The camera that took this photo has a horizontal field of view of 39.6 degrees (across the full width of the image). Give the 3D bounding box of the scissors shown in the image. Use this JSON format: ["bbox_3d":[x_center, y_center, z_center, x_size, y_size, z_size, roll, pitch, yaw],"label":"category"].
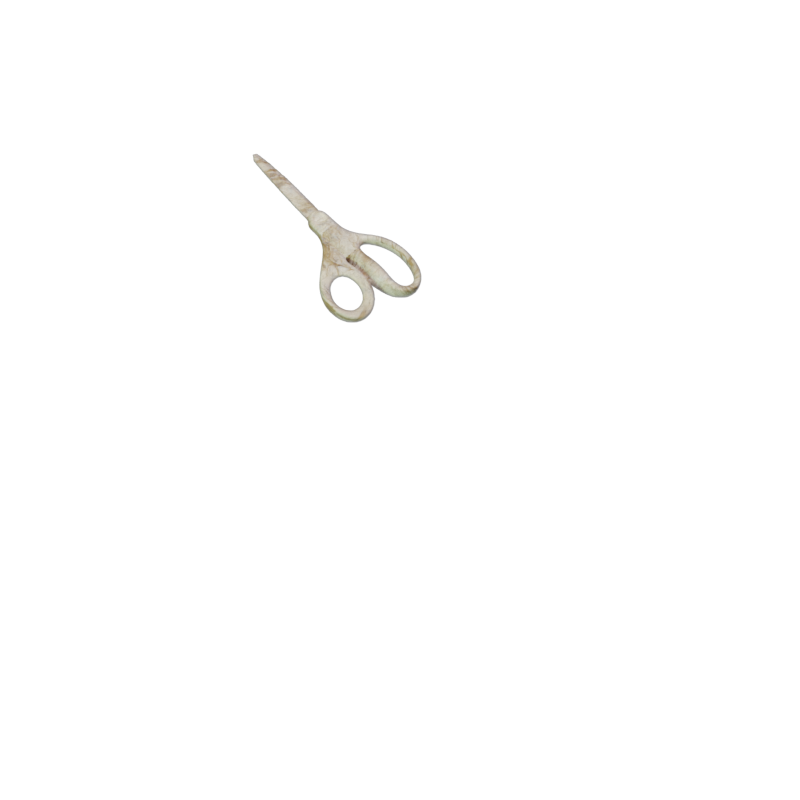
[{"bbox_3d":[-0.077,-0.140,0.979,0.210,0.098,0.015,32,-25,17],"label":"scissors"}]
